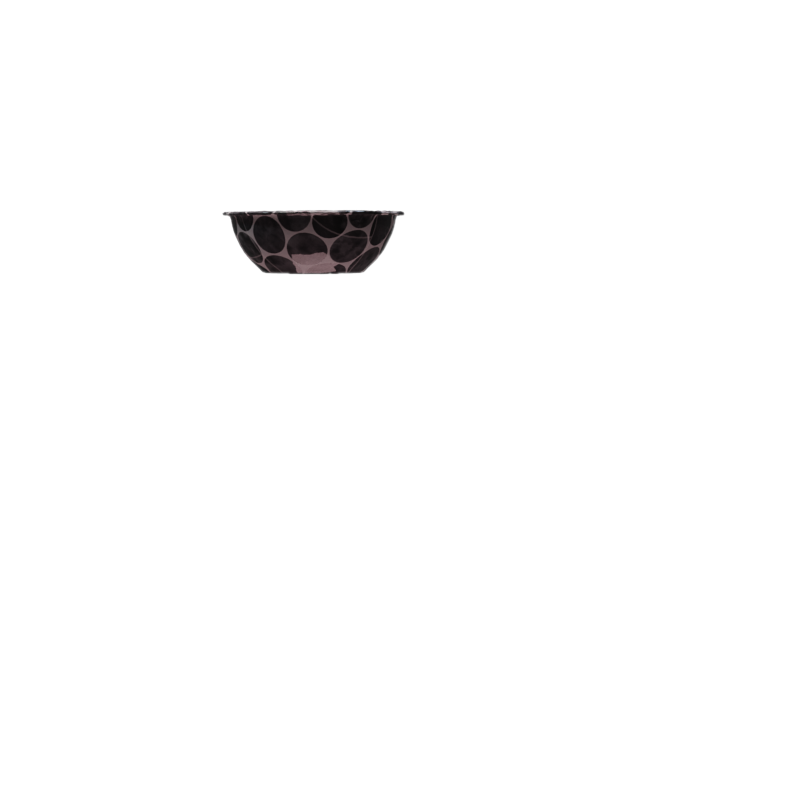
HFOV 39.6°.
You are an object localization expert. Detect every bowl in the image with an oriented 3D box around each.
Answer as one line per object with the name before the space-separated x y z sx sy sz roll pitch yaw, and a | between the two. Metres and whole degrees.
bowl | -0.077 -0.141 0.986 0.162 0.055 0.164 0 8 -2
